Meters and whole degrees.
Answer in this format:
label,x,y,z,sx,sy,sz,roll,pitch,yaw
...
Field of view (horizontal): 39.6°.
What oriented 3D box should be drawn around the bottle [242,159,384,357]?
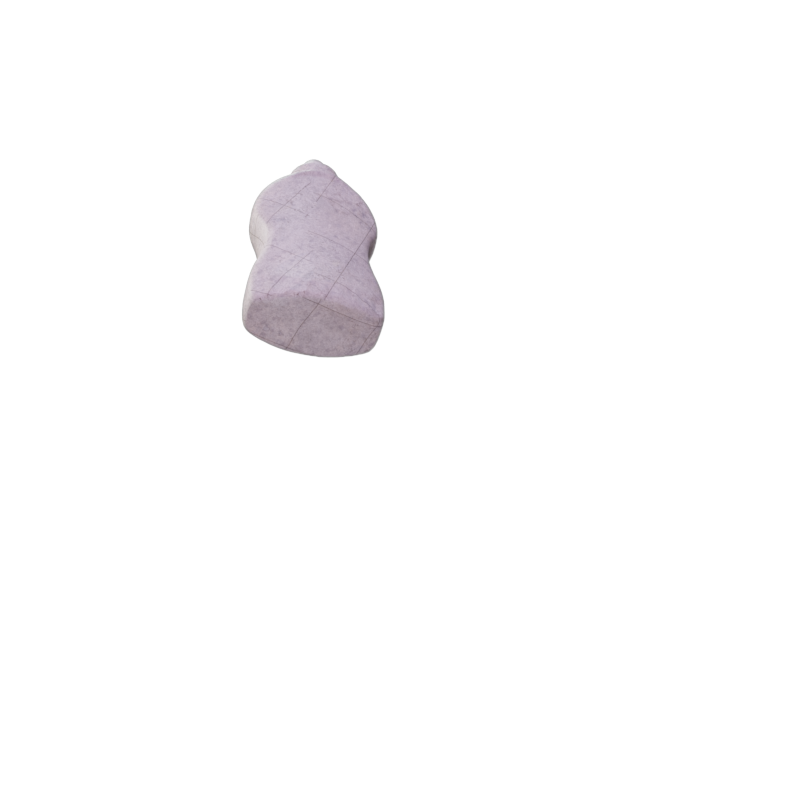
label,x,y,z,sx,sy,sz,roll,pitch,yaw
bottle,-0.064,-0.118,0.821,0.095,0.055,0.206,7,41,-10
